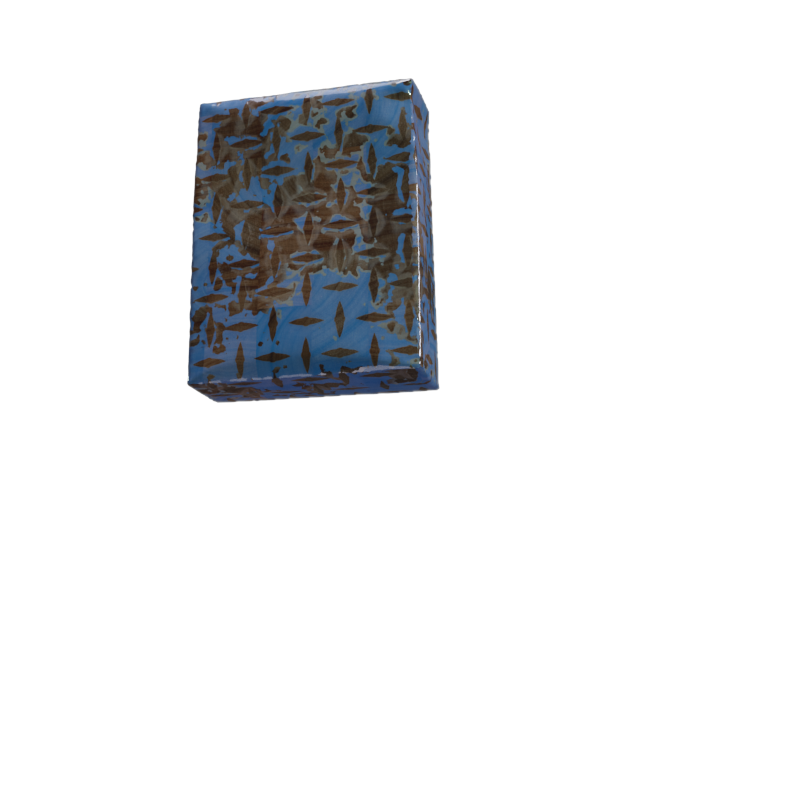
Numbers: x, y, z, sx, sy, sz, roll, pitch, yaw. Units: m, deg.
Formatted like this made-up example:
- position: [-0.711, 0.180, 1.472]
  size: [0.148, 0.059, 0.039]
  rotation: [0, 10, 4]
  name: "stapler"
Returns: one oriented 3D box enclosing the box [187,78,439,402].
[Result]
- position: [-0.061, -0.112, 0.784]
  size: [0.166, 0.223, 0.068]
  rotation: [-5, -18, 13]
  name: "box"
